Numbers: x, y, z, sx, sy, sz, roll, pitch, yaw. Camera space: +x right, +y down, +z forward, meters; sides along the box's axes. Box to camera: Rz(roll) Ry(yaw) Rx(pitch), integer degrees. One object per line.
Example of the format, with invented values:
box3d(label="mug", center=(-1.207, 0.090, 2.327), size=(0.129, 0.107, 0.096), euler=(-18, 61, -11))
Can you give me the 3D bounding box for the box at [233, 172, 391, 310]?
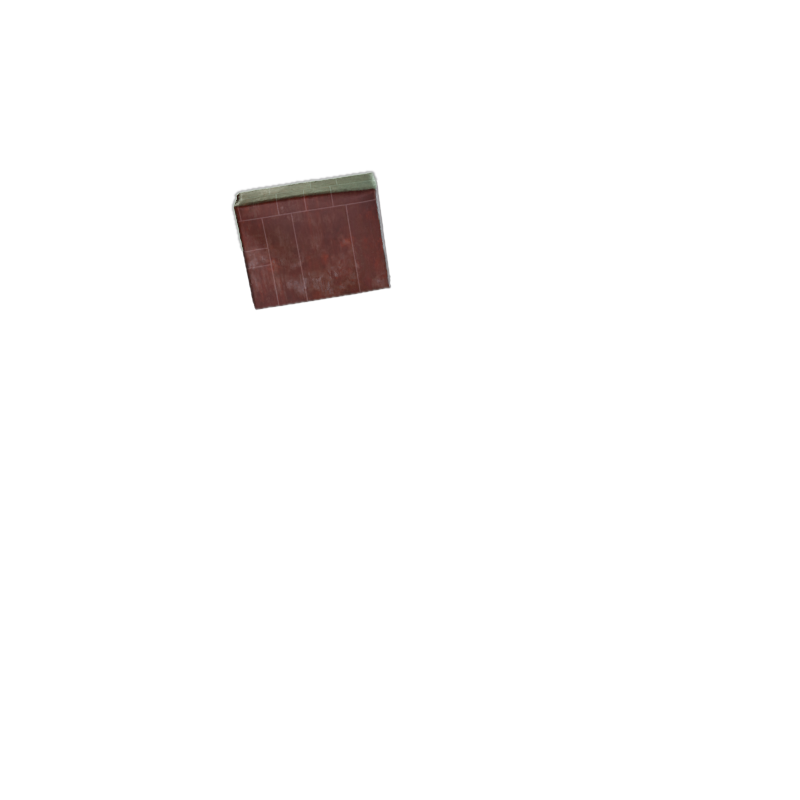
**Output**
box3d(label="box", center=(-0.069, -0.125, 0.875), size=(0.114, 0.085, 0.041), euler=(-7, 24, 3))
